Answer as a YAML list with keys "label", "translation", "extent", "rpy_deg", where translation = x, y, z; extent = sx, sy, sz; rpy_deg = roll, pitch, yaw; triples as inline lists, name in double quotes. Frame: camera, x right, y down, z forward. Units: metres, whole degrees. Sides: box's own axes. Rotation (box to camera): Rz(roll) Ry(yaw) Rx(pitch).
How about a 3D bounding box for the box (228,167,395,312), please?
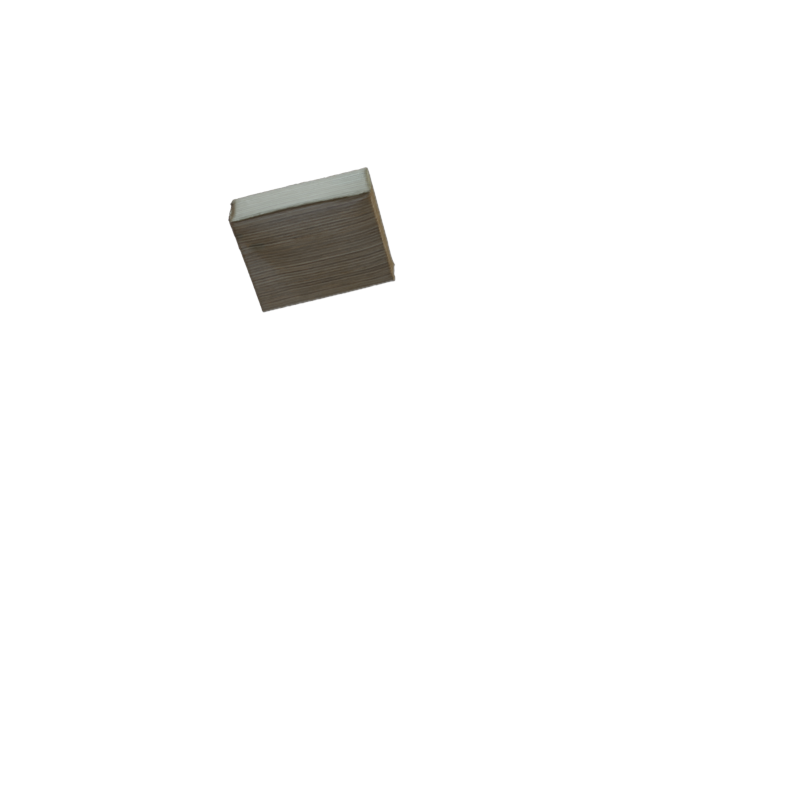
- label: "box"
  translation: [-0.068, -0.124, 0.867]
  extent: [0.114, 0.083, 0.042]
  rpy_deg: [-11, 36, 8]
